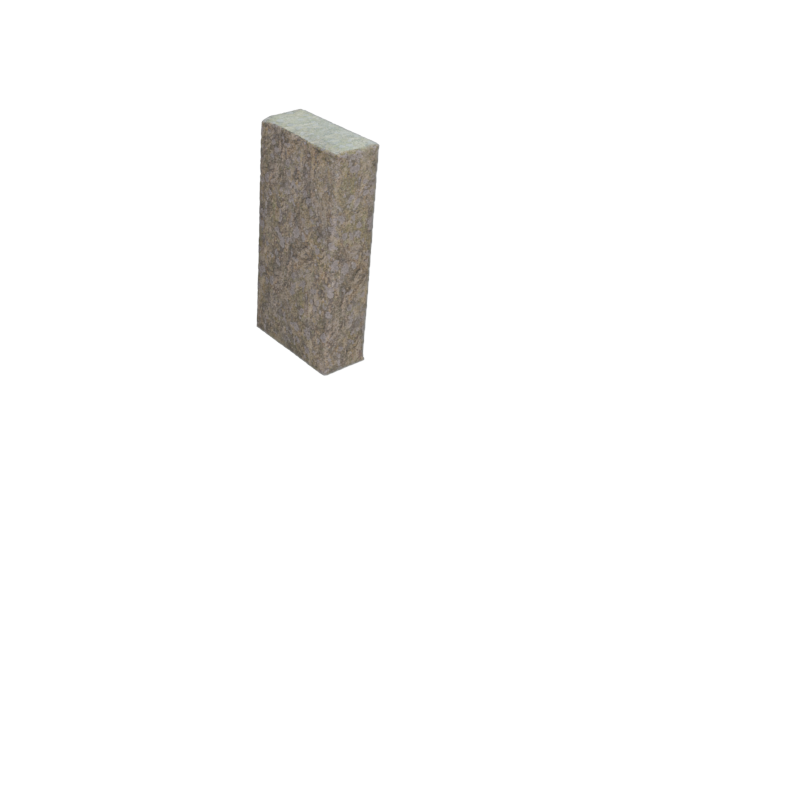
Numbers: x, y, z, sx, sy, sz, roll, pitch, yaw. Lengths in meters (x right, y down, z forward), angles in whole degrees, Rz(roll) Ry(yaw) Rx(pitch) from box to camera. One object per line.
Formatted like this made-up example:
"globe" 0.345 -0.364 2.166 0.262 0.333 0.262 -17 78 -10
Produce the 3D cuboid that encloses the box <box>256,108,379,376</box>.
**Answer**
"box" -0.065 -0.117 0.819 0.047 0.166 0.100 -19 35 -35
